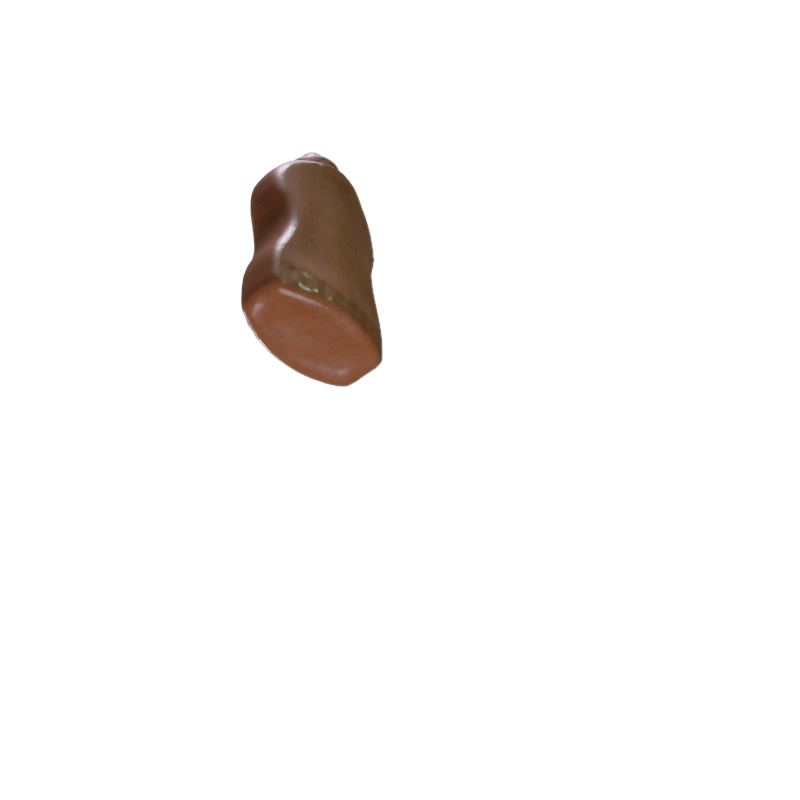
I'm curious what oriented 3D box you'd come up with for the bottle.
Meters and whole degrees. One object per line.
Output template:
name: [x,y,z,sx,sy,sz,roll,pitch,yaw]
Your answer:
bottle: [-0.058,-0.104,0.731,0.090,0.206,0.058,35,-58,-30]
